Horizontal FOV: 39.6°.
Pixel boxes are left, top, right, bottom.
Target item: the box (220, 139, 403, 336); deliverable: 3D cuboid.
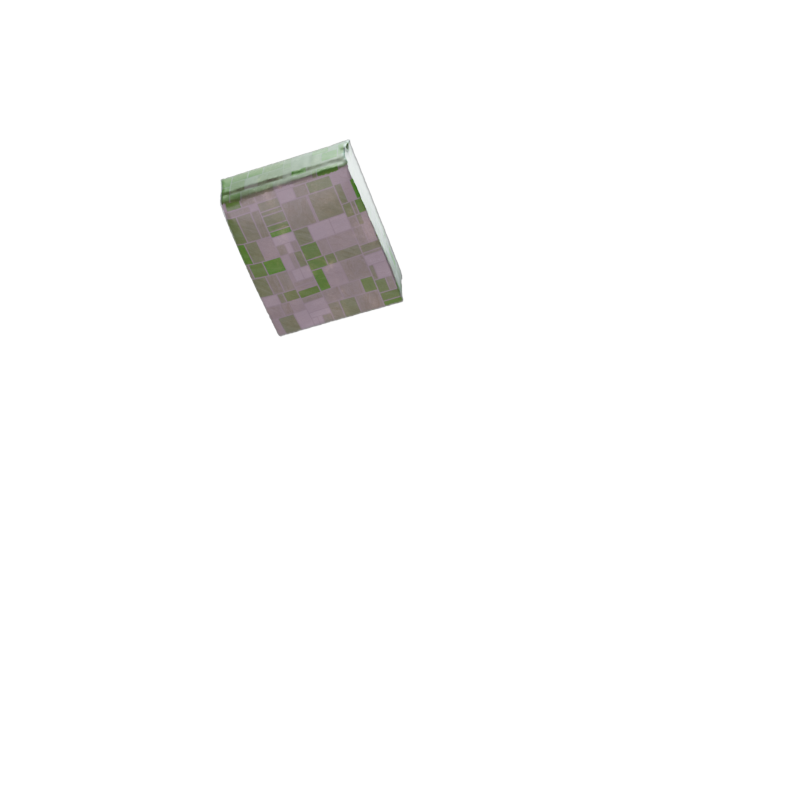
[{"bbox_3d":[-0.057,-0.103,0.721,0.090,0.105,0.042,-16,35,11],"label":"box"}]
